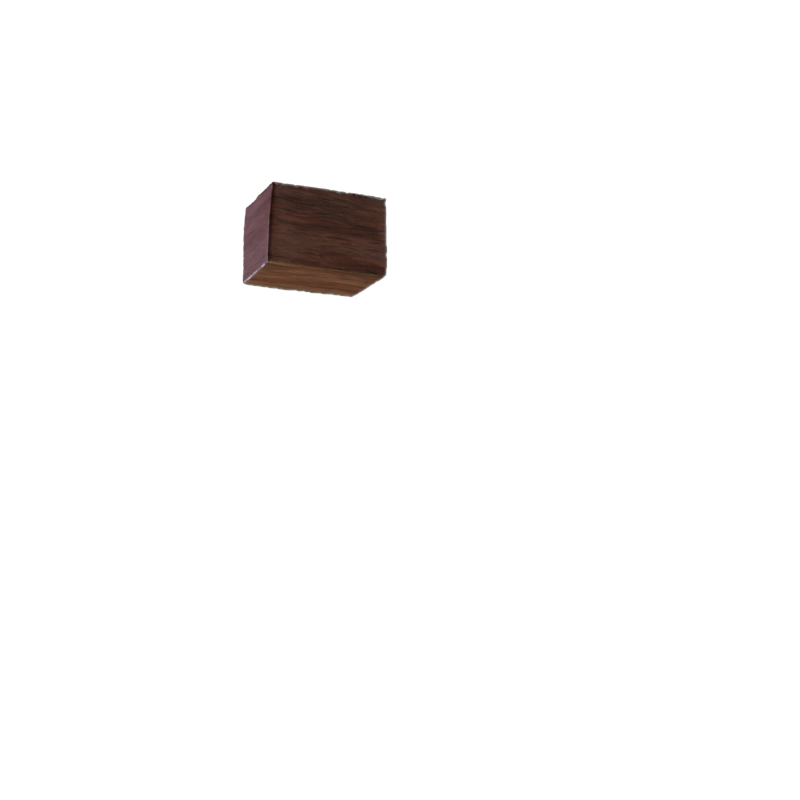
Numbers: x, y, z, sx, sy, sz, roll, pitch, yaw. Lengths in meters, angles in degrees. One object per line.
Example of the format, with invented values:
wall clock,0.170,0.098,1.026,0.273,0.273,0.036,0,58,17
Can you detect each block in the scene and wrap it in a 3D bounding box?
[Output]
block,-0.054,-0.098,0.685,0.075,0.053,0.052,5,-16,-23
